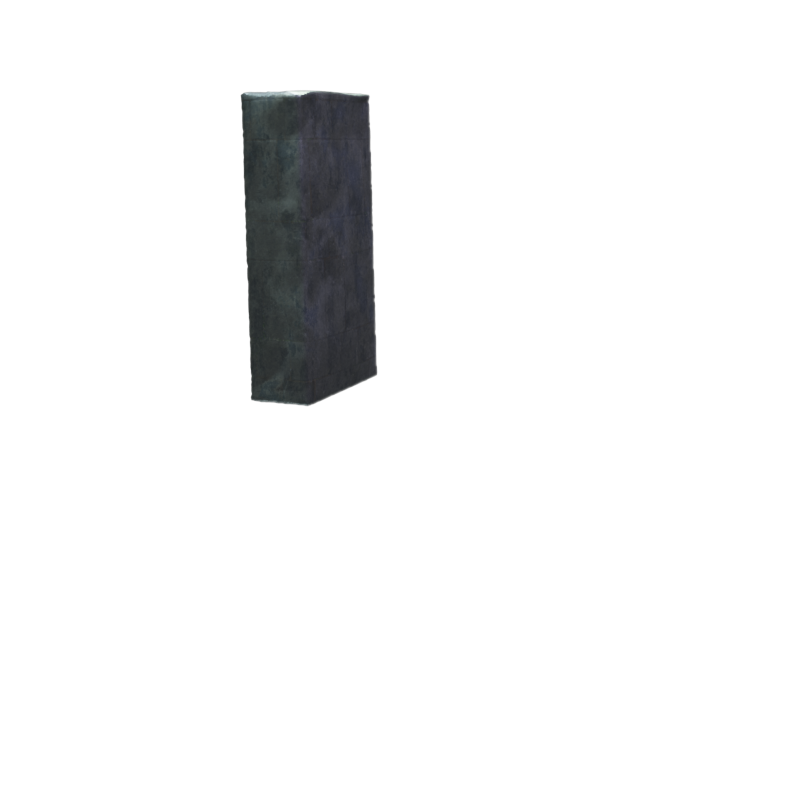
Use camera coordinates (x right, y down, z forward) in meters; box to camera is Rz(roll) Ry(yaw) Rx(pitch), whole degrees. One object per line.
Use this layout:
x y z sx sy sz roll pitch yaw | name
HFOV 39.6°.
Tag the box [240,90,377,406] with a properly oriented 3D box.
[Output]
-0.051 -0.094 0.656 0.050 0.173 0.092 4 9 25 | box
